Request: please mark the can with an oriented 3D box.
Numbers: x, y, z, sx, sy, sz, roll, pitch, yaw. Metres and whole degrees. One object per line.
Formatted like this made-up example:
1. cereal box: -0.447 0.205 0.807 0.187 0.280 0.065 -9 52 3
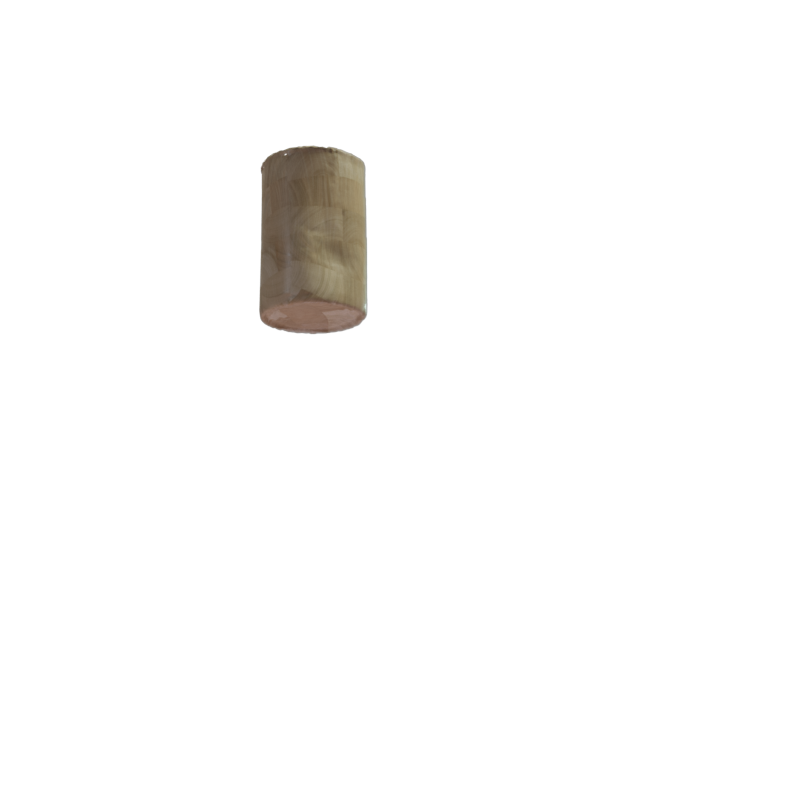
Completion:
1. can: -0.055 -0.100 0.697 0.068 0.107 0.066 0 -18 -2
